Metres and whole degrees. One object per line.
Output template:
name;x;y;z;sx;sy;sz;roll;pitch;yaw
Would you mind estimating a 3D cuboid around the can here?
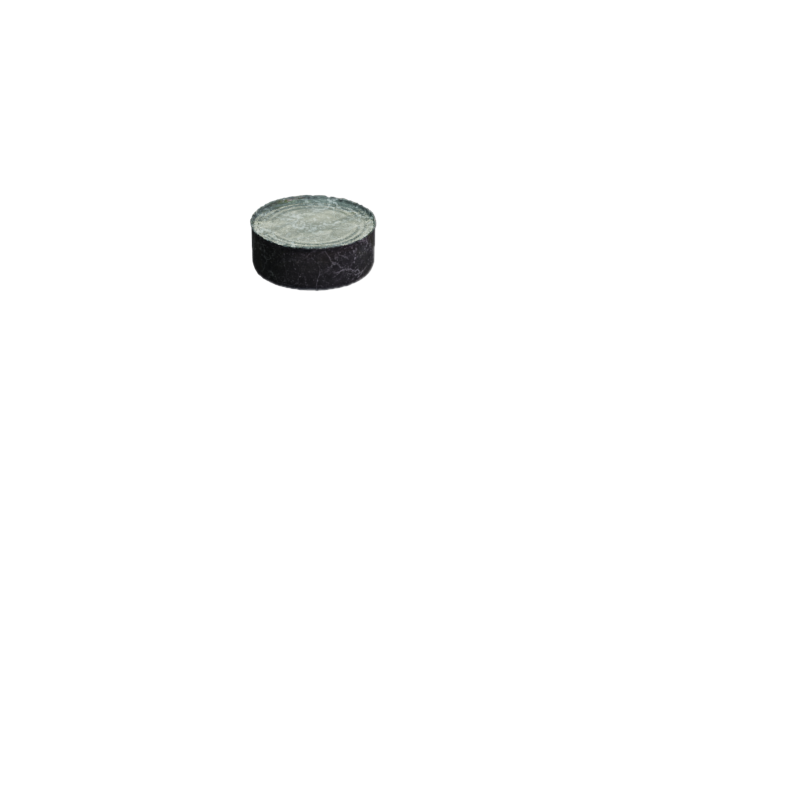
can;-0.059;-0.108;0.758;0.086;0.032;0.091;-1;32;-2
